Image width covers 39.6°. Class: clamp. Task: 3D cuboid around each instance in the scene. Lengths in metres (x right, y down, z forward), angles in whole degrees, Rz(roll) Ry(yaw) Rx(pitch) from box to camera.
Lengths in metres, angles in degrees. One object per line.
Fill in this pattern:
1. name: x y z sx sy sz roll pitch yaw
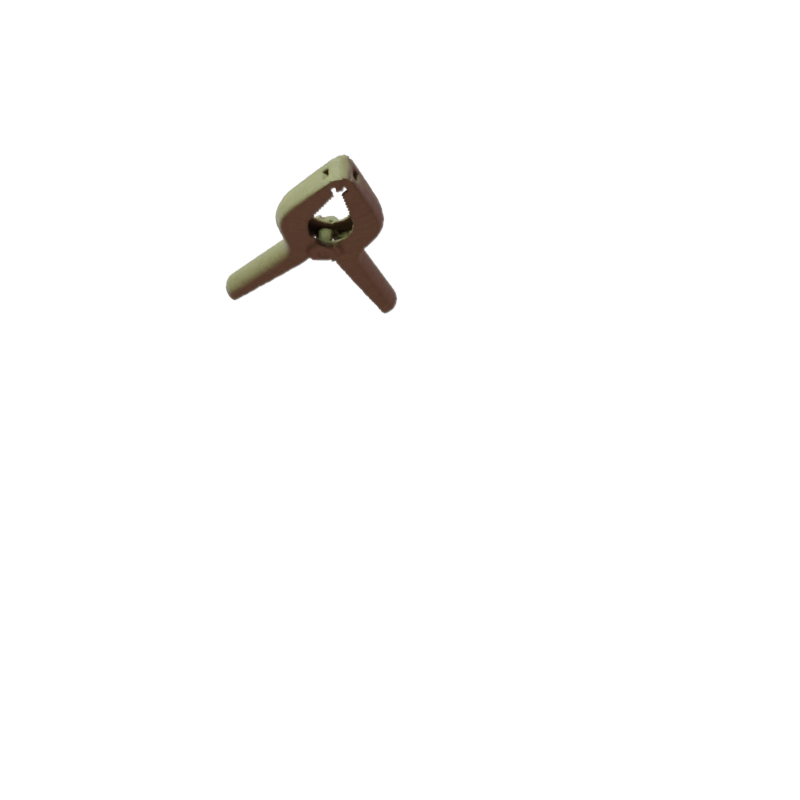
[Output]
1. clamp: -0.078 -0.143 1.000 0.164 0.039 0.197 2 -31 -3
